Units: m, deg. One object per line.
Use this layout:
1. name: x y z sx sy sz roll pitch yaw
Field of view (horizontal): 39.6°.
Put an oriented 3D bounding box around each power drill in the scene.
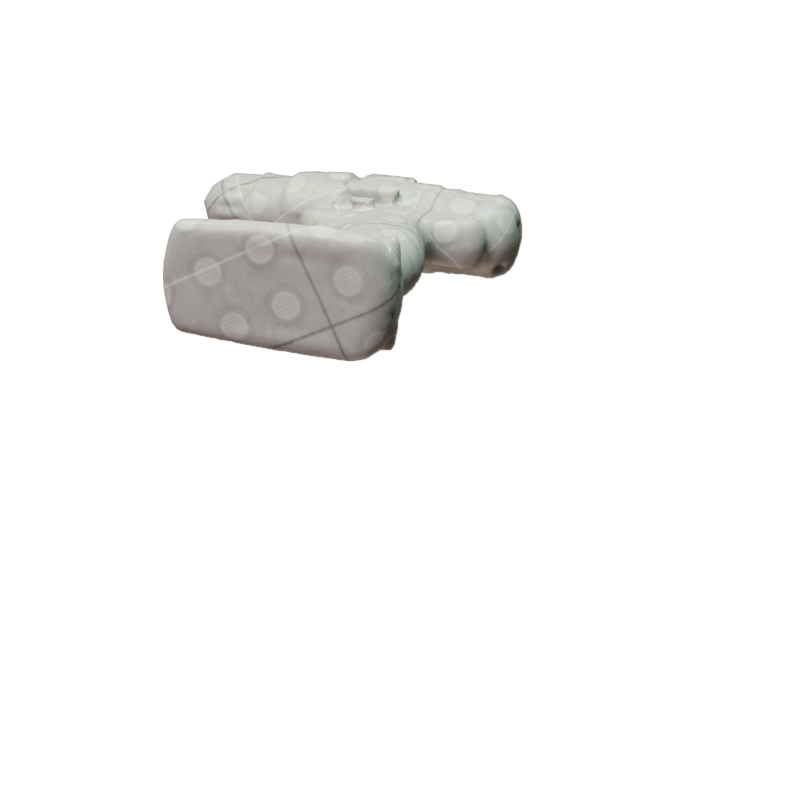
1. power drill: -0.044 -0.080 0.561 0.190 0.055 0.190 7 21 18
